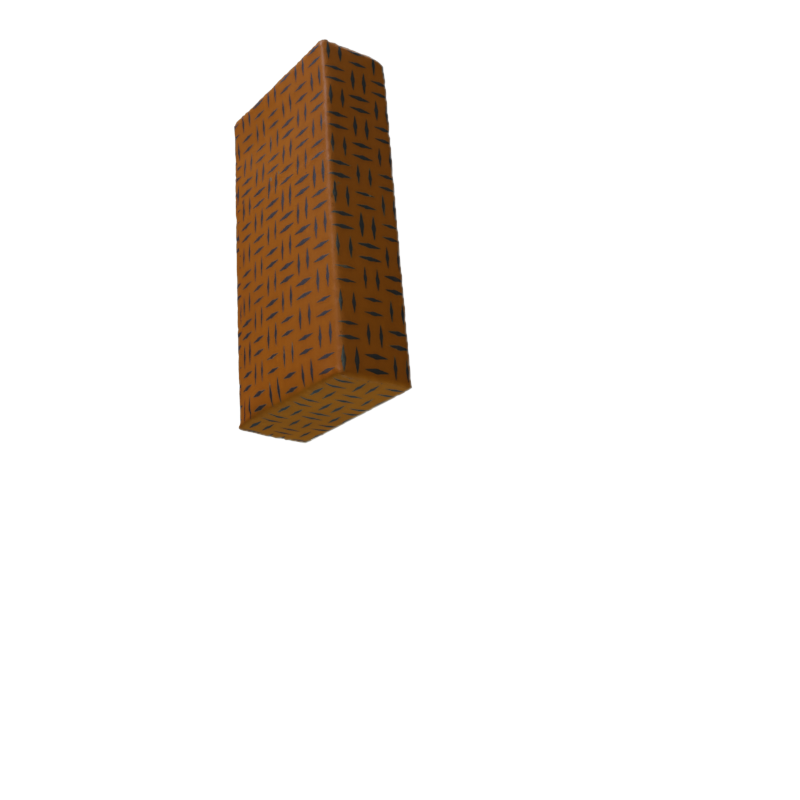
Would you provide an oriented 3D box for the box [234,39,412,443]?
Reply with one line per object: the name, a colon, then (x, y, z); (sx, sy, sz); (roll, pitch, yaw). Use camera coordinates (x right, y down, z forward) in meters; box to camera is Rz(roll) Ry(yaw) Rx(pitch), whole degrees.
box: (-0.042, -0.078, 0.544); (0.046, 0.187, 0.093); (16, -30, -33)
